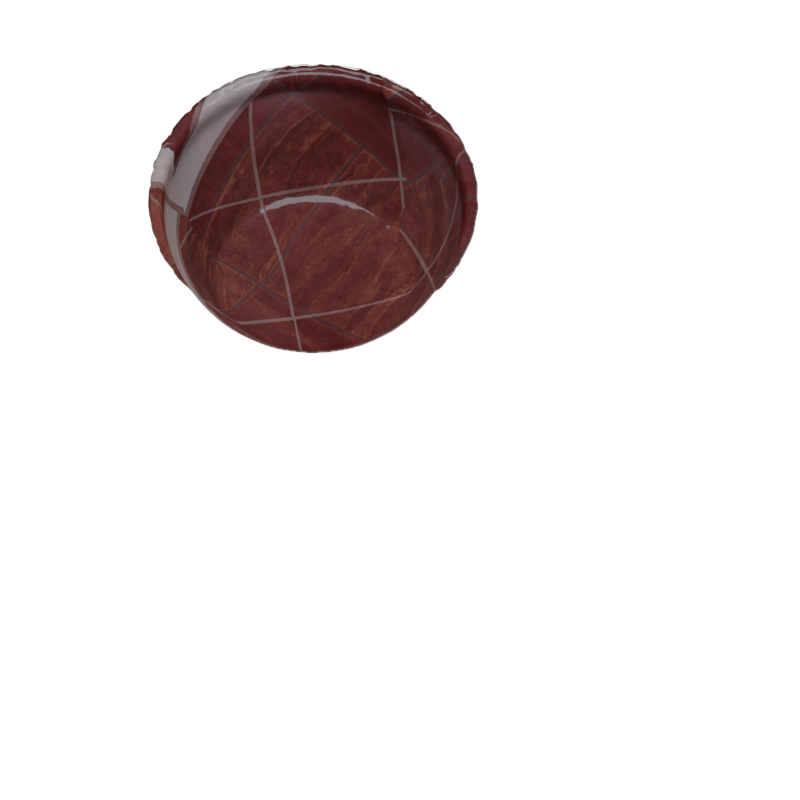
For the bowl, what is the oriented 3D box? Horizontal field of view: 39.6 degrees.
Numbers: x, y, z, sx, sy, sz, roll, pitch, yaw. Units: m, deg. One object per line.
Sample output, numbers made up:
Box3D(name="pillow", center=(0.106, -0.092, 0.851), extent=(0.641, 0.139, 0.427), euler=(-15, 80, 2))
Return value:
Box3D(name="bowl", center=(-0.041, -0.075, 0.525), extent=(0.162, 0.151, 0.059), euler=(1, 40, -1))
